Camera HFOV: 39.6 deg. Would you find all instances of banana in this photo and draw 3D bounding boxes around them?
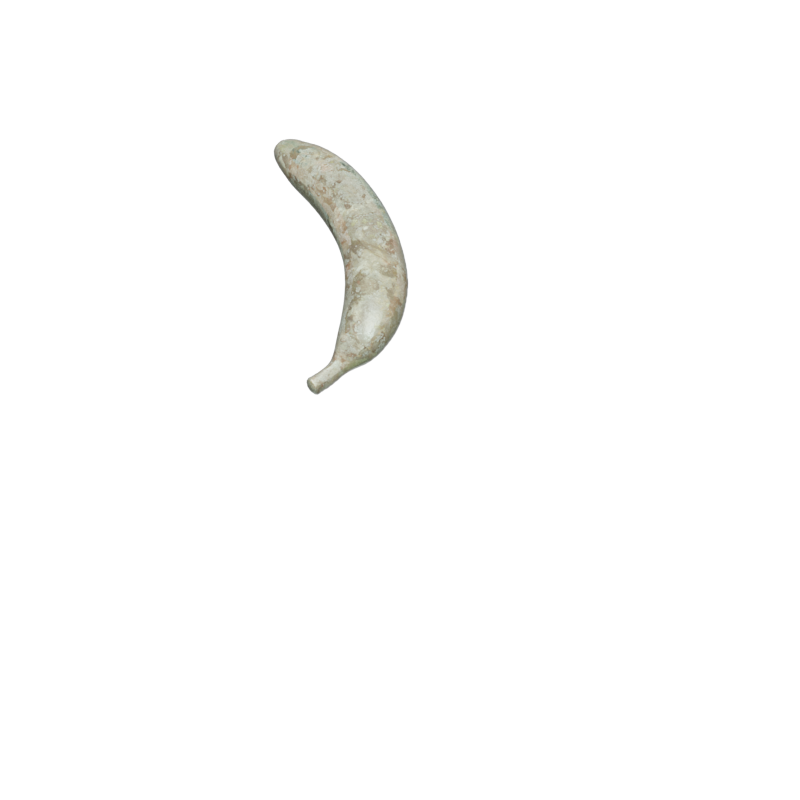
[{"bbox_3d":[-0.035,-0.096,0.682,0.069,0.213,0.034,-7,-38,-6],"label":"banana"}]
